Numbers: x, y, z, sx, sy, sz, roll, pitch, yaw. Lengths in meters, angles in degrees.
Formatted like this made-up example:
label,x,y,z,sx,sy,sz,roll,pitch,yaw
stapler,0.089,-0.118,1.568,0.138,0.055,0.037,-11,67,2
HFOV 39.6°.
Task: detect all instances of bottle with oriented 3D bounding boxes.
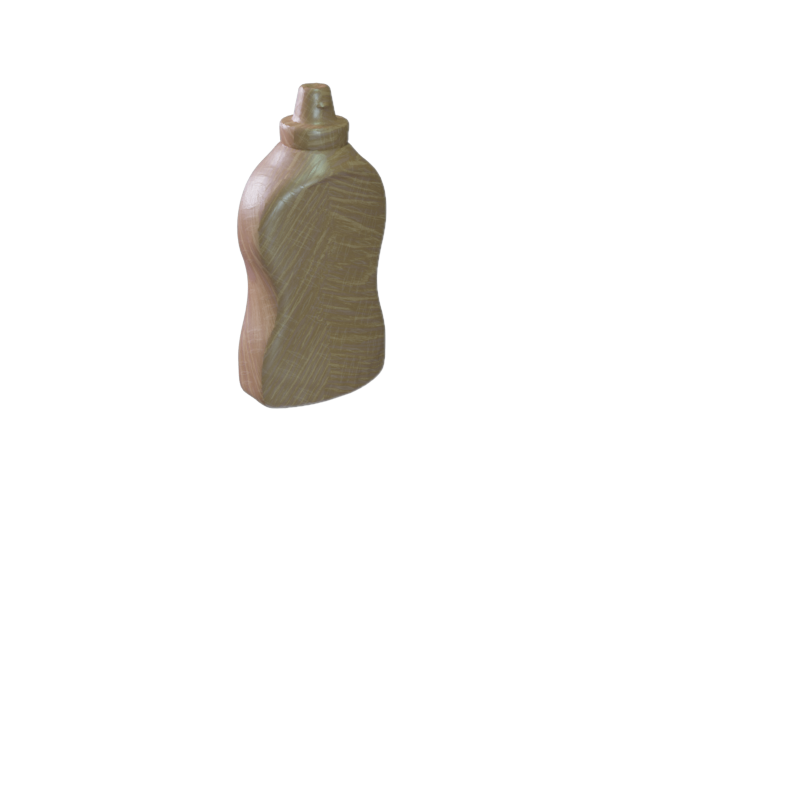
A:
label,x,y,z,sx,sy,sz,roll,pitch,yaw
bottle,-0.052,-0.096,0.671,0.094,0.183,0.062,-14,26,-33
